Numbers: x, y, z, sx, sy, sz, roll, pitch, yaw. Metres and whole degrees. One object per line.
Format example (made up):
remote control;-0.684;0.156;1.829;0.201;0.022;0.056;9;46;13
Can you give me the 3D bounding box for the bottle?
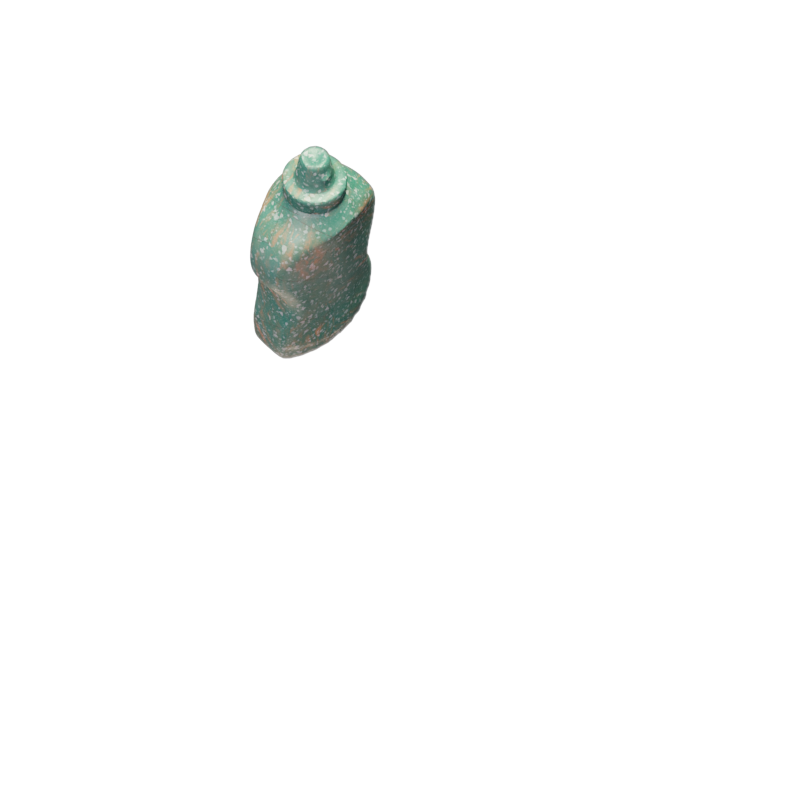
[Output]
bottle;-0.058;-0.107;0.748;0.097;0.061;0.180;-41;-18;-21
